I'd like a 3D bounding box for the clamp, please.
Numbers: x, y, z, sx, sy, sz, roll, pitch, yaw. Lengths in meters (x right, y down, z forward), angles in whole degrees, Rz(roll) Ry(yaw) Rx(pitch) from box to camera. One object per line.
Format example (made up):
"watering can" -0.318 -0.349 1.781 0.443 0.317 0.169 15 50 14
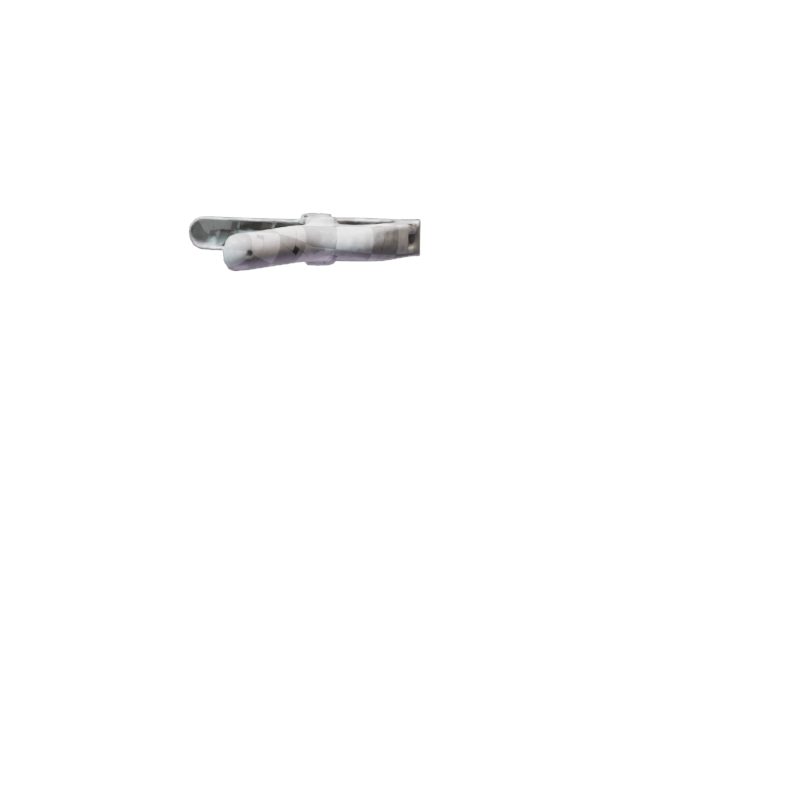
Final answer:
"clamp" -0.062 -0.113 0.794 0.169 0.038 0.127 -4 22 -11
